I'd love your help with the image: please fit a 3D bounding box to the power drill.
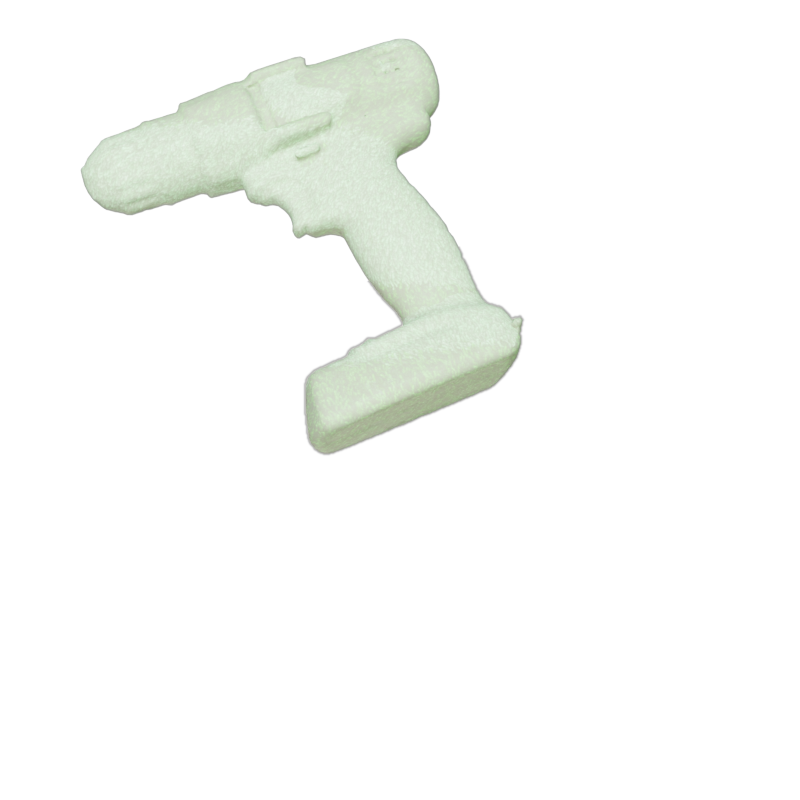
[{"bbox_3d":[-0.041,-0.075,0.528,0.184,0.198,0.055,-21,-20,-8],"label":"power drill"}]
